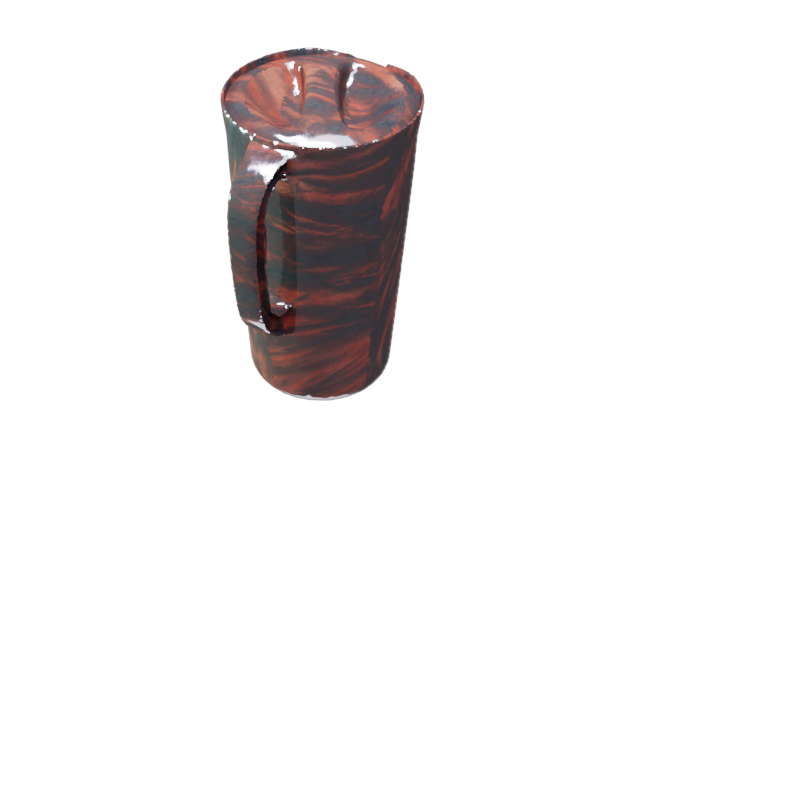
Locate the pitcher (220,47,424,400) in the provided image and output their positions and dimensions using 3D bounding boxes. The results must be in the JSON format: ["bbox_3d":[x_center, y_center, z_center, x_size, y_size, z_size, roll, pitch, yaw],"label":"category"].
[{"bbox_3d":[-0.062,-0.112,0.786,0.147,0.227,0.157,-12,42,-16],"label":"pitcher"}]
